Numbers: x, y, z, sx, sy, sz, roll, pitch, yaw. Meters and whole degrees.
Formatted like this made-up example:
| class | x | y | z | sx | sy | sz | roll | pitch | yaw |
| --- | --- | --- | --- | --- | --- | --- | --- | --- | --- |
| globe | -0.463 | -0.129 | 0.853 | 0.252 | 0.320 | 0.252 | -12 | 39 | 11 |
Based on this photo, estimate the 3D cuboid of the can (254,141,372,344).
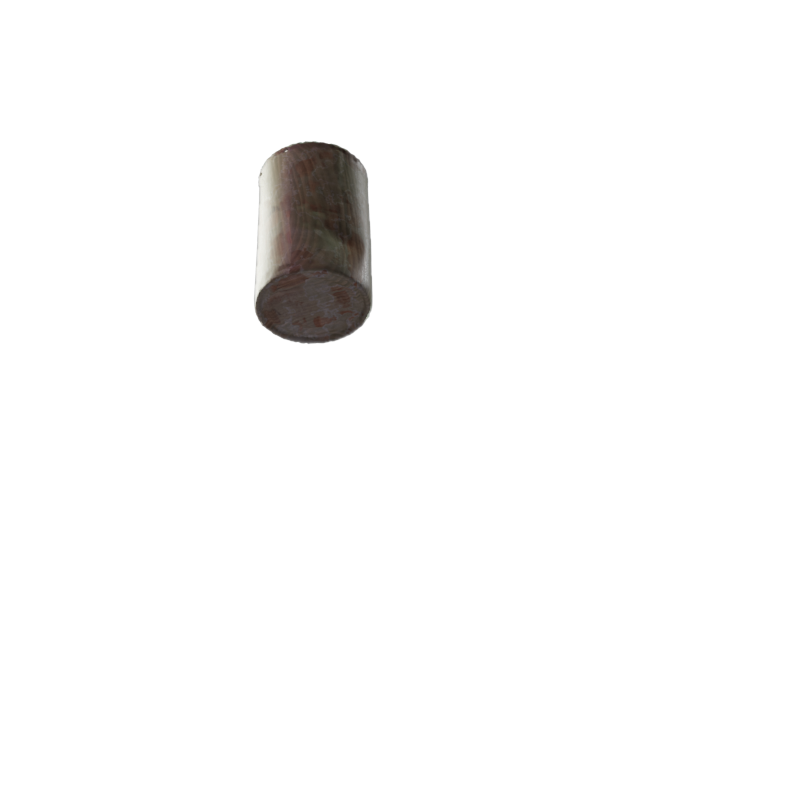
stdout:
| class | x | y | z | sx | sy | sz | roll | pitch | yaw |
| --- | --- | --- | --- | --- | --- | --- | --- | --- | --- |
| can | -0.051 | -0.093 | 0.651 | 0.068 | 0.110 | 0.064 | -1 | -39 | -3 |
